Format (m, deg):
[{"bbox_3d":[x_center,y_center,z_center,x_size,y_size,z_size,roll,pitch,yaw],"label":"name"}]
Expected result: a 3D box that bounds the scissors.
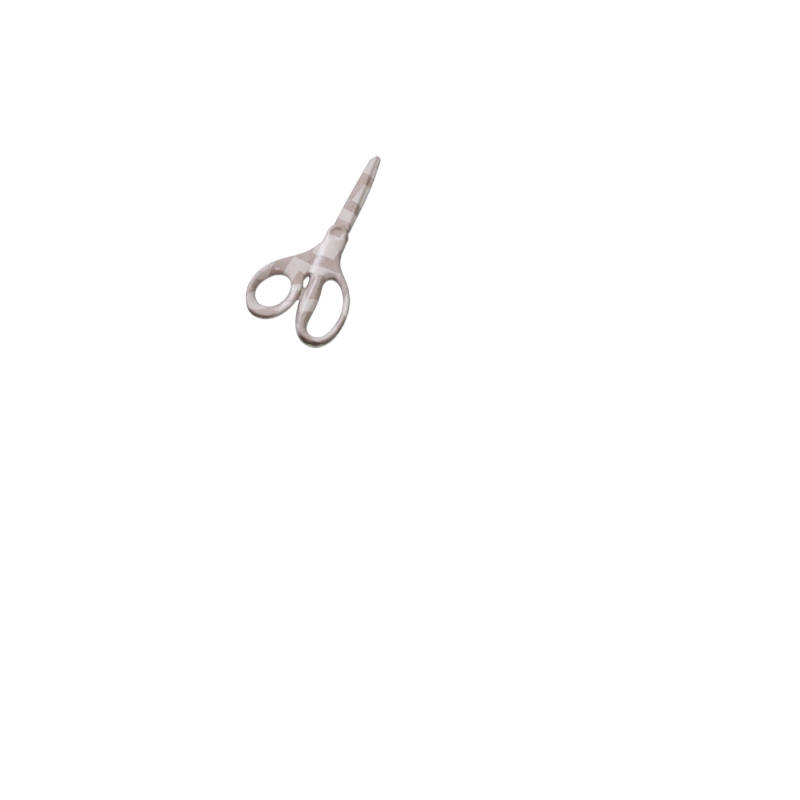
[{"bbox_3d":[-0.075,-0.136,0.955,0.097,0.214,0.015,5,-32,3],"label":"scissors"}]
